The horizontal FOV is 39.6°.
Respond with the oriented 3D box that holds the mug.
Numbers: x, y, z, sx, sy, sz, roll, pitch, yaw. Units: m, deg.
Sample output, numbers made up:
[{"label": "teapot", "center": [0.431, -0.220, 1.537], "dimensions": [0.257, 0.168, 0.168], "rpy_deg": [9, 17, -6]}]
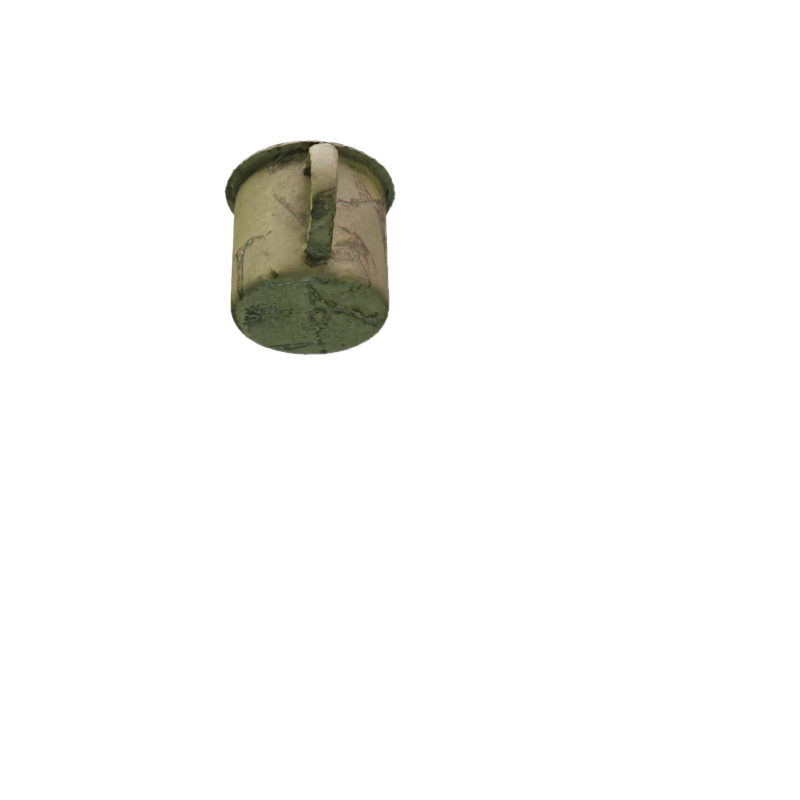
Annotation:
[{"label": "mug", "center": [-0.045, -0.082, 0.576], "dimensions": [0.092, 0.087, 0.111], "rpy_deg": [5, -31, -10]}]
